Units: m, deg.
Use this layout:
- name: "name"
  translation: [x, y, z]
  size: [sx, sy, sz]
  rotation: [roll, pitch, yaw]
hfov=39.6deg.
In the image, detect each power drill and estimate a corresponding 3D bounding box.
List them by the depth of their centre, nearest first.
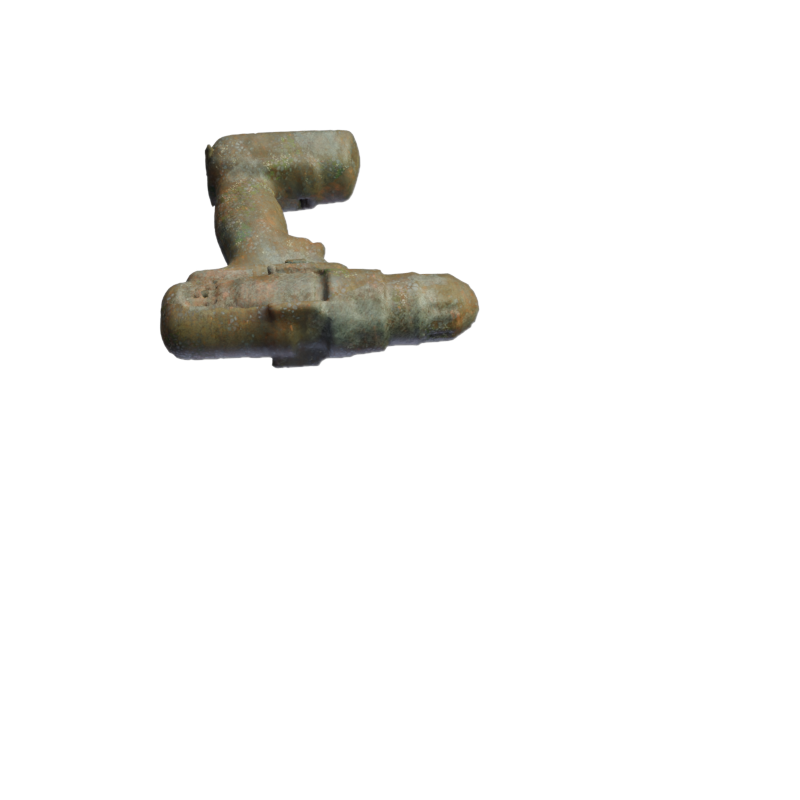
- name: "power drill"
  translation: [-0.055, -0.100, 0.697]
  size: [0.184, 0.053, 0.202]
  rotation: [-3, 41, -4]
